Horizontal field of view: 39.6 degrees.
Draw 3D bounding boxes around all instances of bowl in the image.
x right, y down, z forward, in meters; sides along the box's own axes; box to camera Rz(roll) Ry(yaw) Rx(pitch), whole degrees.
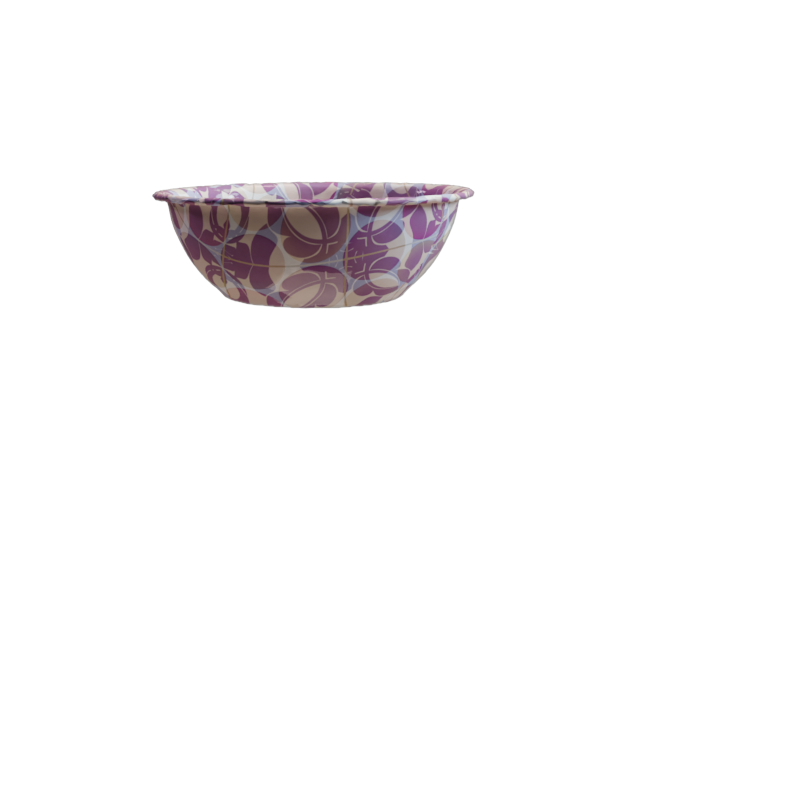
[{"bbox_3d":[-0.044,-0.081,0.564,0.162,0.054,0.166,0,13,-2],"label":"bowl"}]
